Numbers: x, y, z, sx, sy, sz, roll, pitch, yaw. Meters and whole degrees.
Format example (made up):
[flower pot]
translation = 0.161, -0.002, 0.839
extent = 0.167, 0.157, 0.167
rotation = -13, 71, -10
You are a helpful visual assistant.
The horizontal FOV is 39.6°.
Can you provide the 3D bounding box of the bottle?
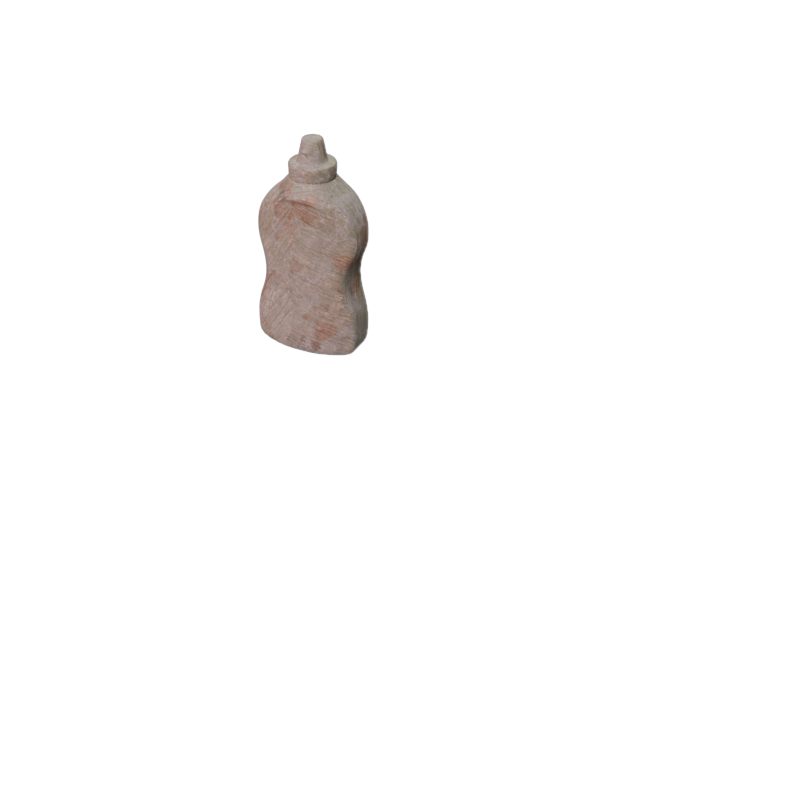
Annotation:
[bottle]
translation = -0.074, -0.135, 0.947
extent = 0.100, 0.181, 0.059
rotation = 16, 32, 23
